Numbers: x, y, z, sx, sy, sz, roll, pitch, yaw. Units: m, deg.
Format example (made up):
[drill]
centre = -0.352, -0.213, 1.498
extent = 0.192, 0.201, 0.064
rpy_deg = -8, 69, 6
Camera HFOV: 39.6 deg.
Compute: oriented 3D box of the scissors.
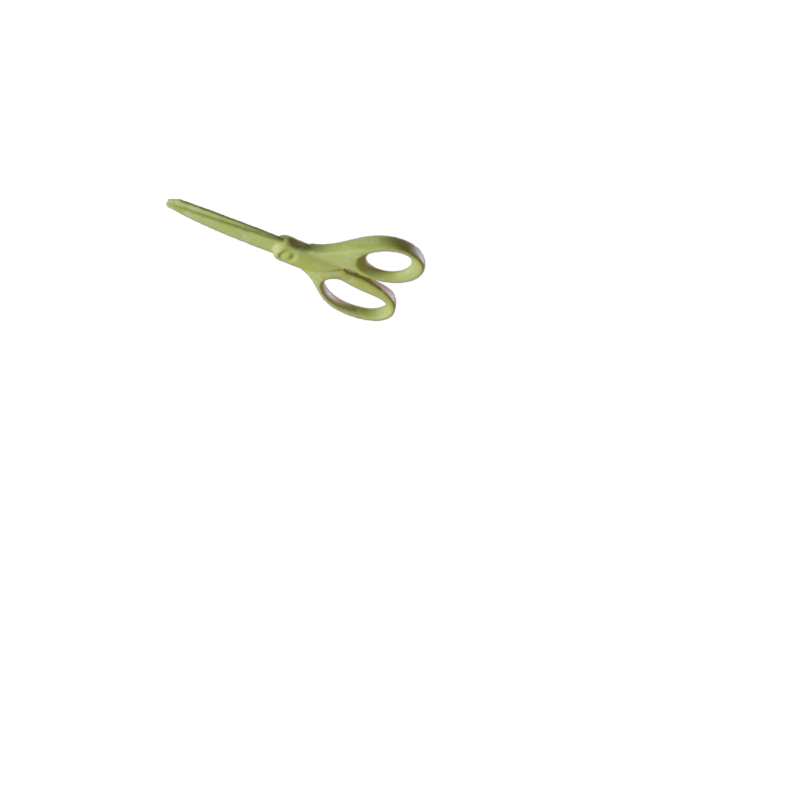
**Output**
[scissors]
centre = -0.063, -0.115, 0.807
extent = 0.096, 0.017, 0.189
rpy_deg = -30, -46, 33
